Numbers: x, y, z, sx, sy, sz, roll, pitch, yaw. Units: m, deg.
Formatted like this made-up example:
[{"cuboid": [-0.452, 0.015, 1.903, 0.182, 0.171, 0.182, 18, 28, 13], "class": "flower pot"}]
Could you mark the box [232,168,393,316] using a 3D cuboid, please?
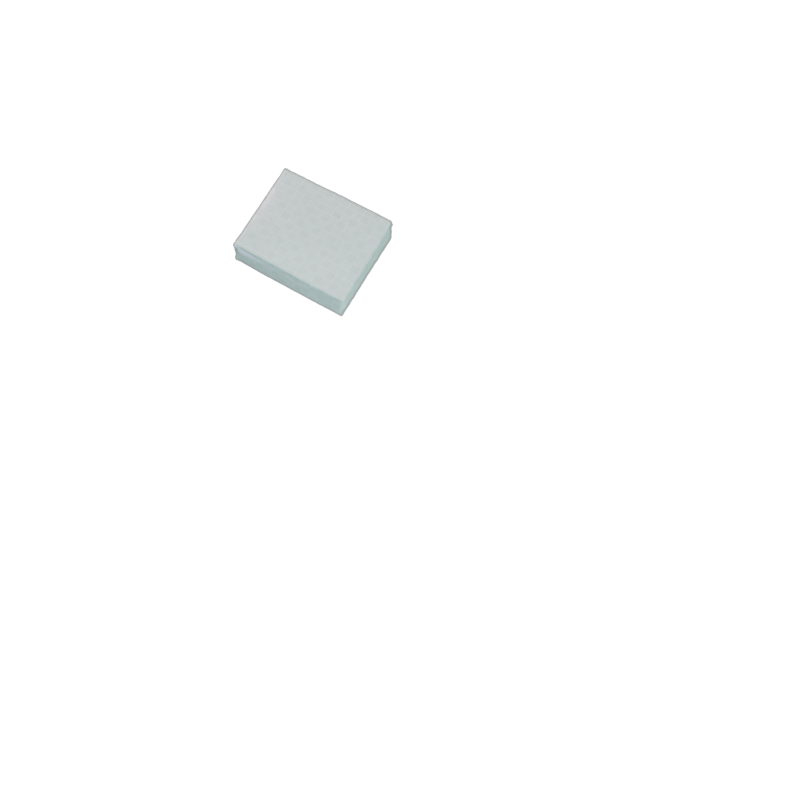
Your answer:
[{"cuboid": [-0.076, -0.139, 0.974, 0.117, 0.092, 0.037, 26, -24, 12], "class": "box"}]
